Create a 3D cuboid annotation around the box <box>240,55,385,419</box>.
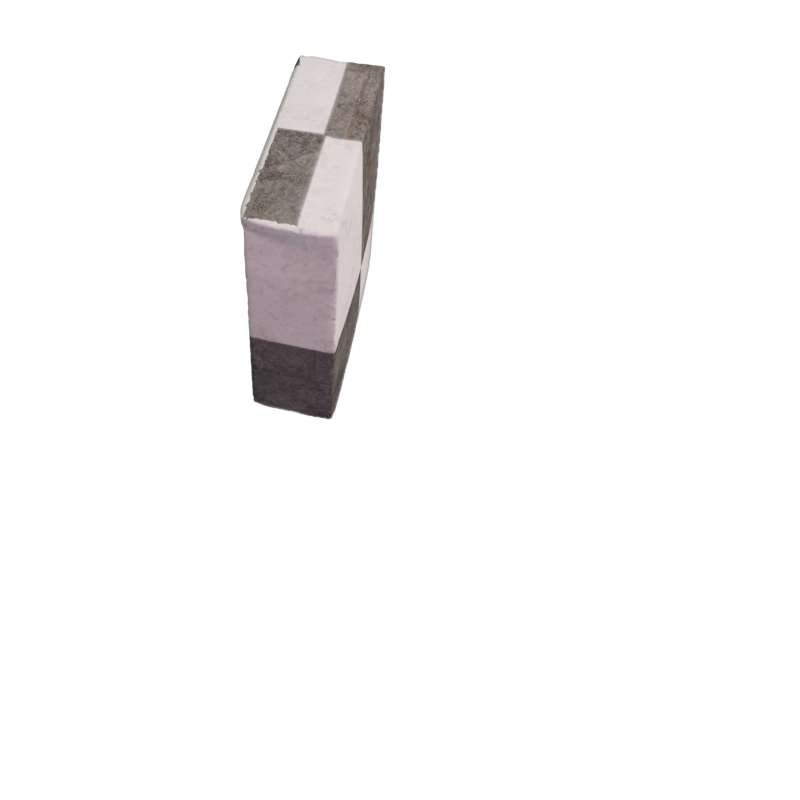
[{"bbox_3d":[-0.063,-0.115,0.806,0.072,0.174,0.200,10,-37,3],"label":"box"}]
